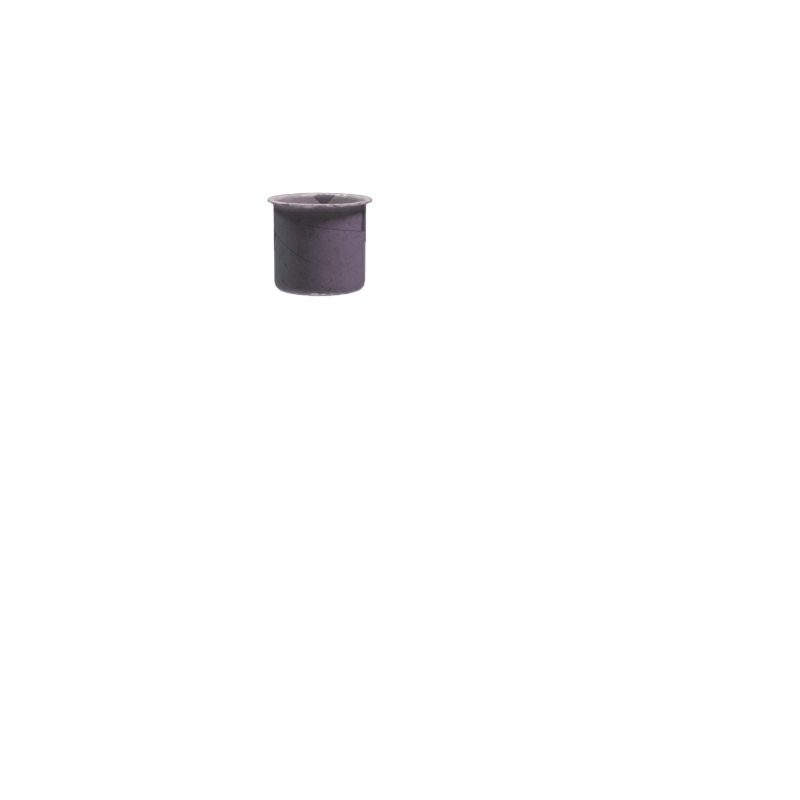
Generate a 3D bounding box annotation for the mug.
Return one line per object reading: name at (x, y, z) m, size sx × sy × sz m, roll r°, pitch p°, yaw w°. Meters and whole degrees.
mug at (-0.078, -0.142, 0.995) m, size 0.091 × 0.079 × 0.124 m, roll -8°, pitch 16°, yaw -30°
